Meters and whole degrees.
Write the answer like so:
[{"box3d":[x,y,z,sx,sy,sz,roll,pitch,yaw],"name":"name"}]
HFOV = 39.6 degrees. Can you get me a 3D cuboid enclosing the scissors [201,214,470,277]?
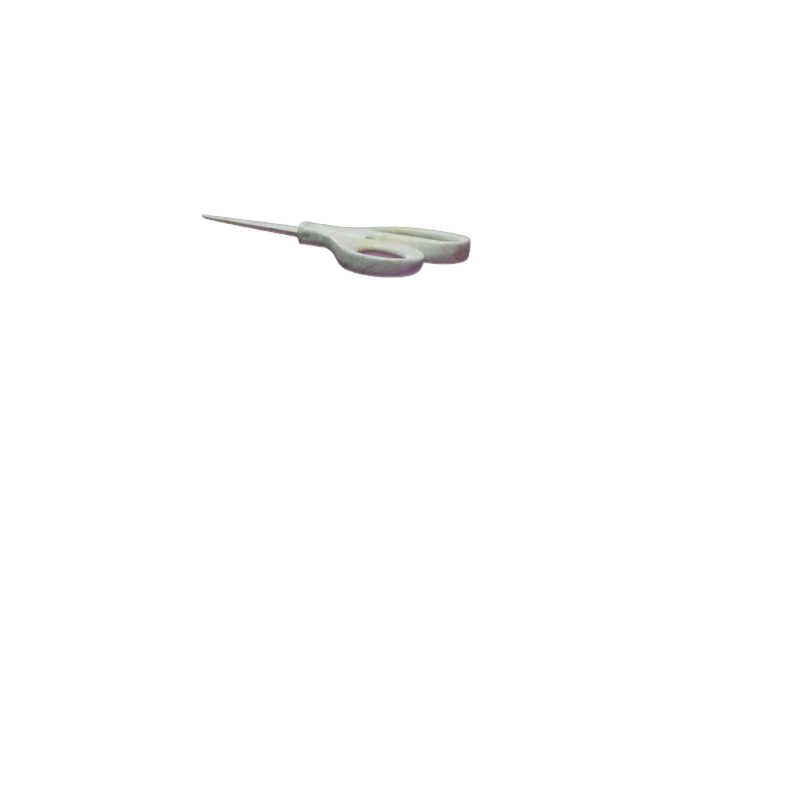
[{"box3d":[-0.057,-0.104,0.726,0.207,0.015,0.097,7,22,18],"name":"scissors"}]
